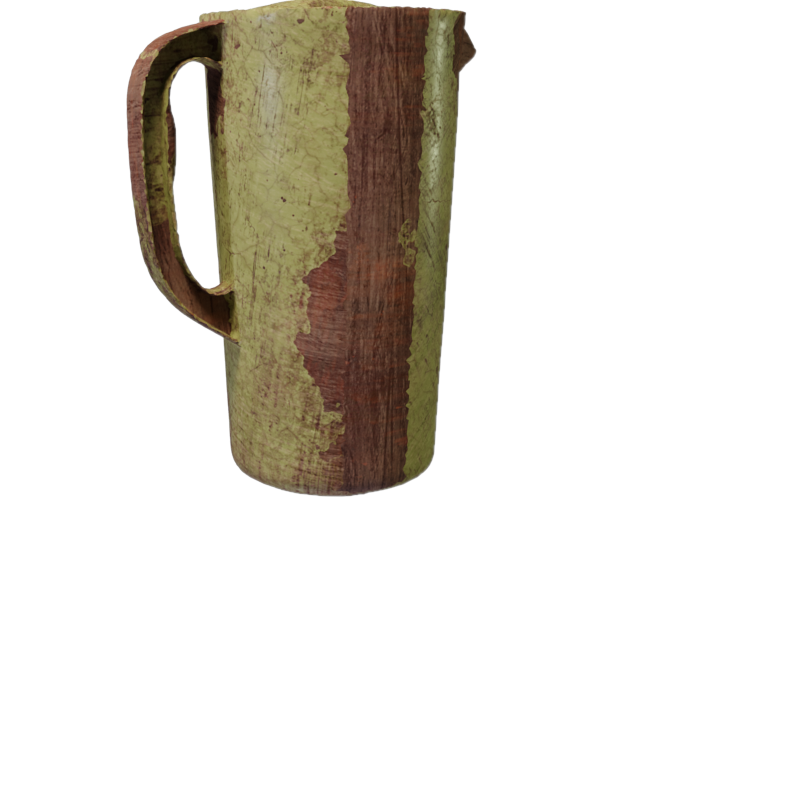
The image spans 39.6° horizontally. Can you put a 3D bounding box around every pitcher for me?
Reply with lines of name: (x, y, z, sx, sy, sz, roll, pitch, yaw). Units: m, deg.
pitcher: (-0.044, -0.081, 0.566, 0.152, 0.238, 0.145, 3, 11, 14)
